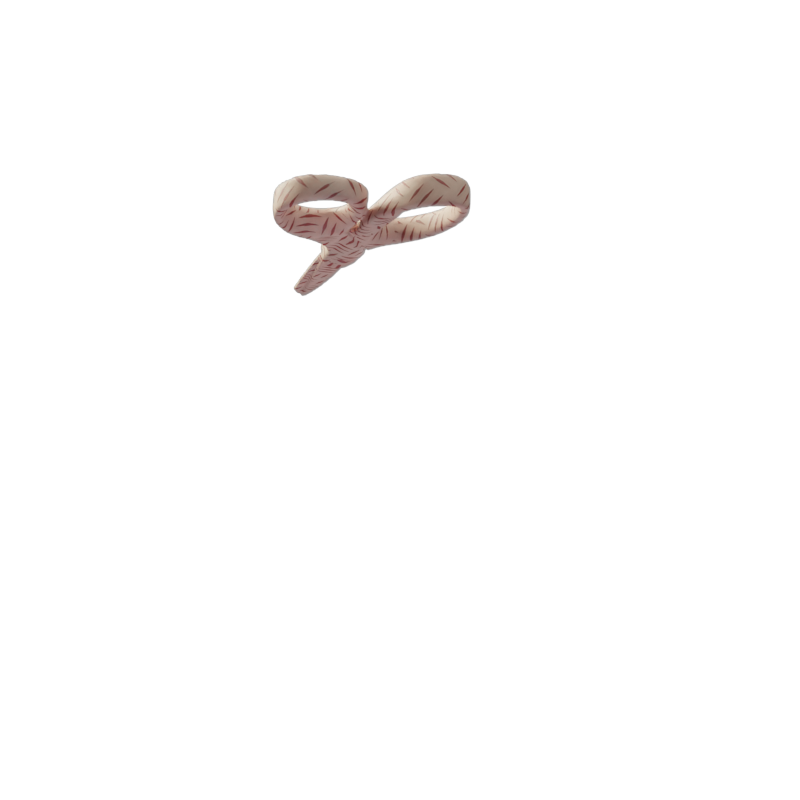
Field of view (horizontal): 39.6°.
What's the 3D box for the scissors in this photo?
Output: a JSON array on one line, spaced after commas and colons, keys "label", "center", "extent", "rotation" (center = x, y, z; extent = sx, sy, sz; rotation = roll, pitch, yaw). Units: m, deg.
[{"label": "scissors", "center": [-0.043, -0.079, 0.553], "extent": [0.092, 0.016, 0.204], "rotation": [5, -10, -31]}]
